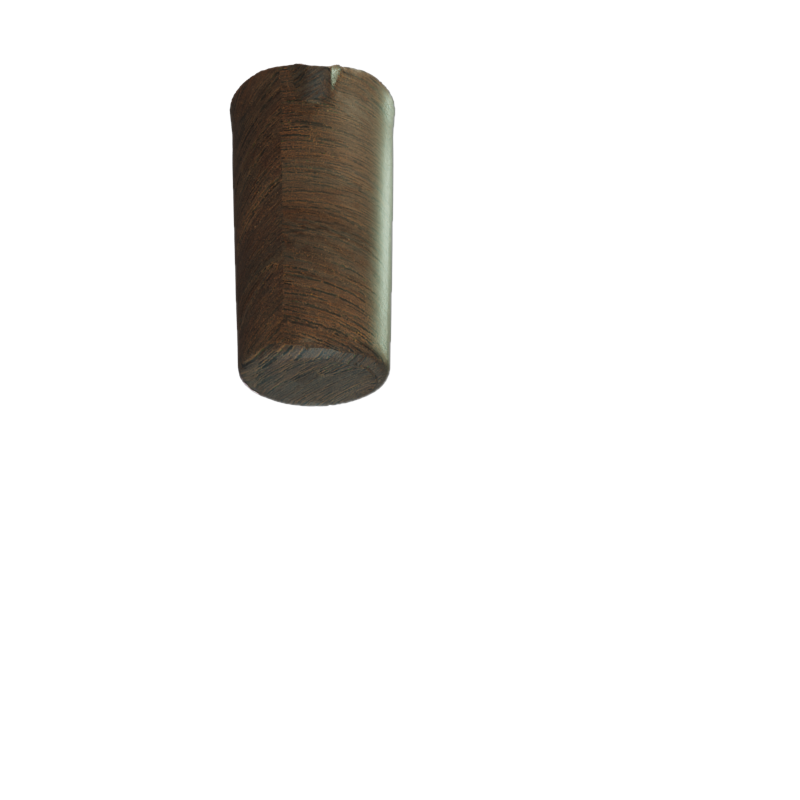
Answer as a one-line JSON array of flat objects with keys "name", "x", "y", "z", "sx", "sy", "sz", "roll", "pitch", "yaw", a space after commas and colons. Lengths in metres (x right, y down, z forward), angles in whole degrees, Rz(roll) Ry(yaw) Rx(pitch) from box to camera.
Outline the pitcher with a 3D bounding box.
[{"name": "pitcher", "x": -0.066, "y": -0.121, "z": 0.847, "sx": 0.146, "sy": 0.258, "sz": 0.139, "roll": -21, "pitch": -32, "yaw": 33}]
